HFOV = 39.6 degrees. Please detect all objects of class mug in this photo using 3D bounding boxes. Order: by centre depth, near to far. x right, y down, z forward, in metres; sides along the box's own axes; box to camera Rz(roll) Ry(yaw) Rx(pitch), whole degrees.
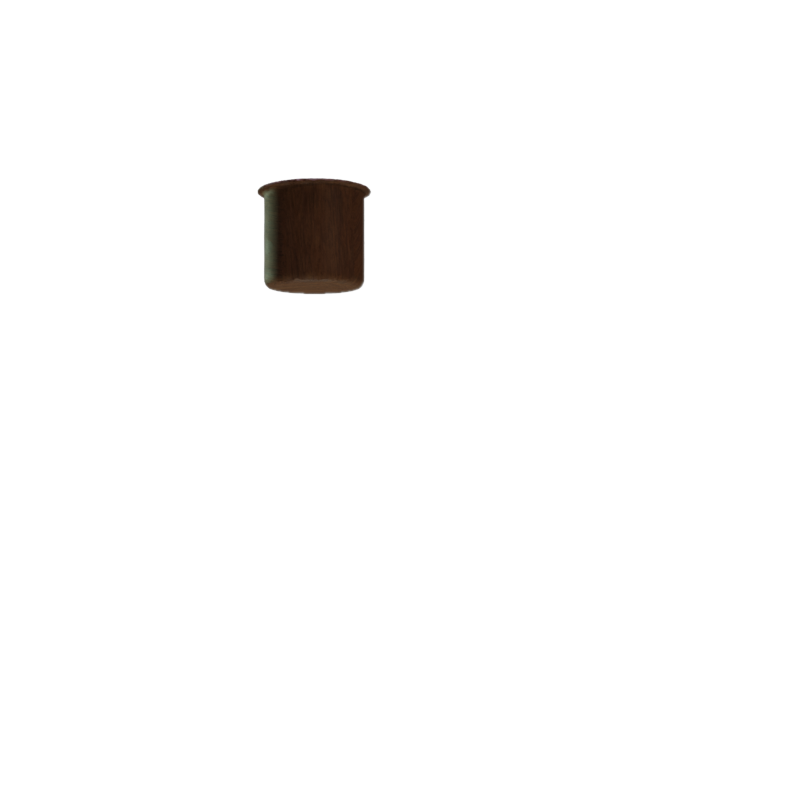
[{"bbox_3d":[-0.072,-0.131,0.917,0.092,0.083,0.116,0,-5,-6],"label":"mug"}]
